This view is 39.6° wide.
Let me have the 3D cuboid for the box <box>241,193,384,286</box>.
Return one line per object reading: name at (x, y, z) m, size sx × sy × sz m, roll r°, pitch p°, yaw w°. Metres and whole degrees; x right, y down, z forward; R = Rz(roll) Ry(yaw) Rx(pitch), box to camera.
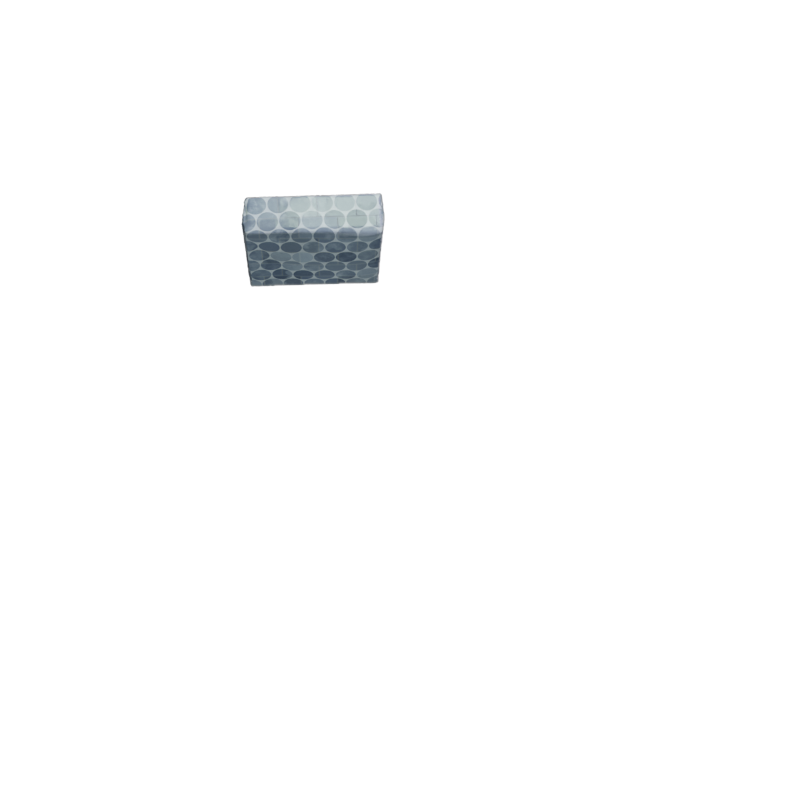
box at (-0.071, -0.130, 0.913) m, size 0.113 × 0.041 × 0.085 m, roll 0°, pitch -25°, yaw -2°
